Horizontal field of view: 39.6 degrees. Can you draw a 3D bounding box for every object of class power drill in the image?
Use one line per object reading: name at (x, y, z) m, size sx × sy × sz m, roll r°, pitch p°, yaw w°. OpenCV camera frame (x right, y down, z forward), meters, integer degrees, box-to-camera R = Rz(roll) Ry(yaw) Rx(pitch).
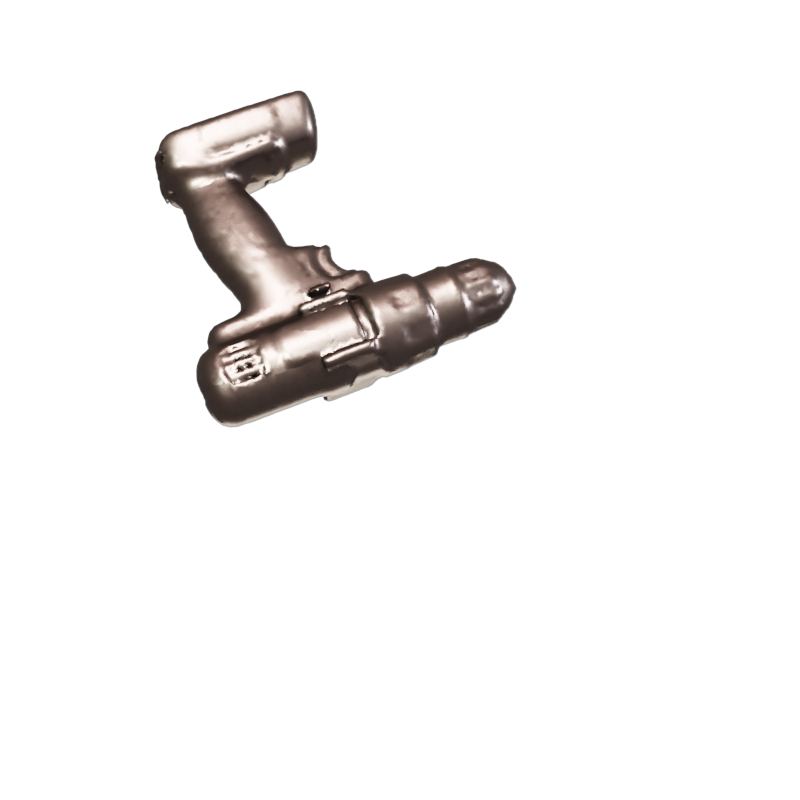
power drill at (-0.050, -0.092, 0.643) m, size 0.183 × 0.201 × 0.054 m, roll -20°, pitch -30°, yaw -13°
